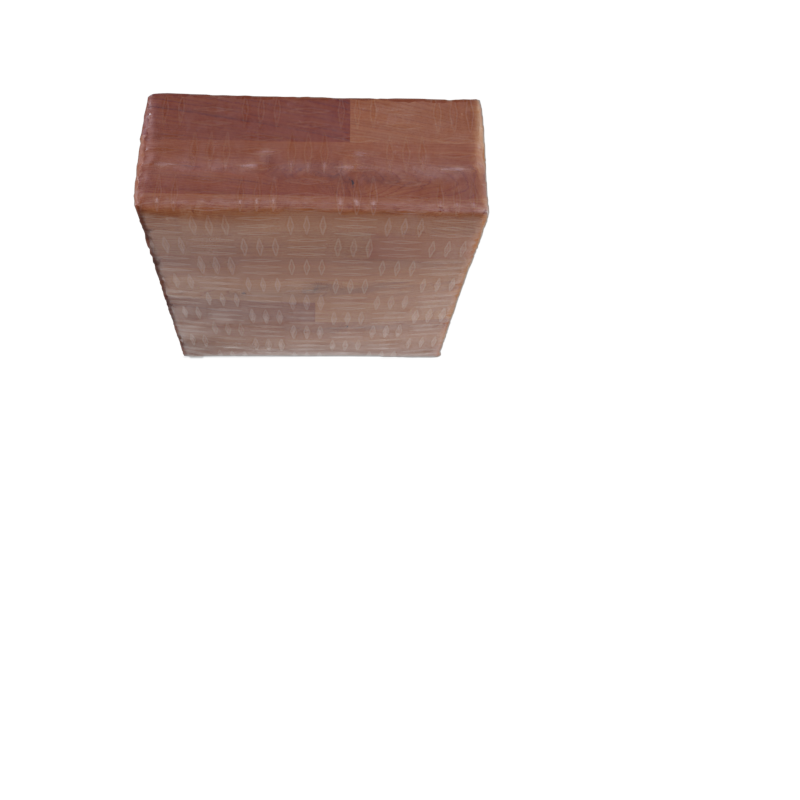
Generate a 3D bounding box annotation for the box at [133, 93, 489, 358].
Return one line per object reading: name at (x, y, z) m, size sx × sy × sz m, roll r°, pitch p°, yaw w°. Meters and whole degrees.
box at (-0.048, -0.087, 0.611) m, size 0.164 × 0.075 × 0.204 m, roll 1°, pitch -18°, yaw -2°
